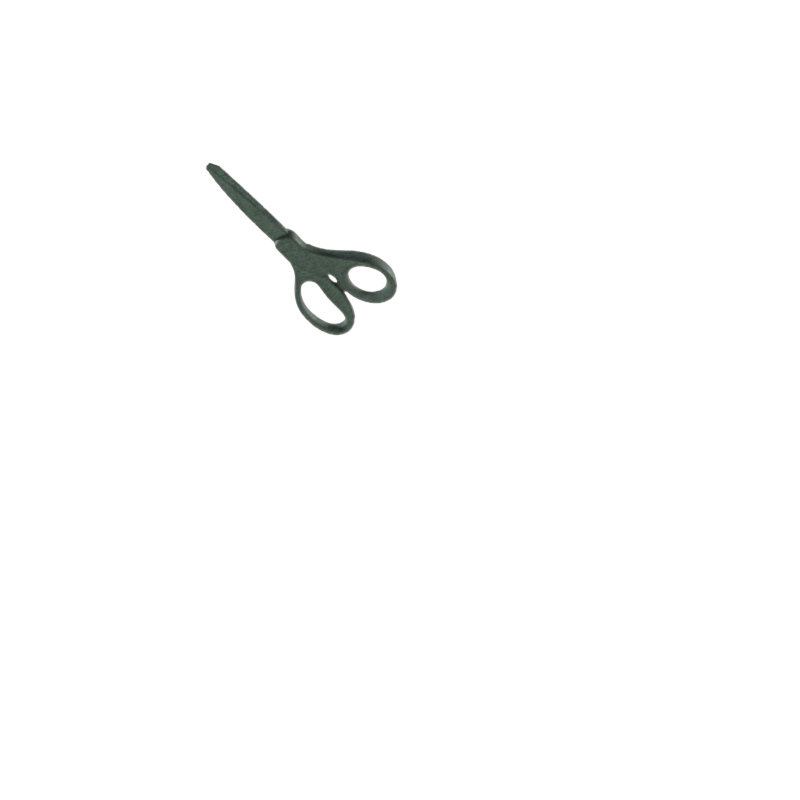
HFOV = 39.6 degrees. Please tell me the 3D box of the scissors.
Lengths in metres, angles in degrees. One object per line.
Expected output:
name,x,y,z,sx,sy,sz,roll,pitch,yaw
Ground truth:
scissors,-0.070,-0.127,0.892,0.097,0.017,0.186,-16,-49,14
